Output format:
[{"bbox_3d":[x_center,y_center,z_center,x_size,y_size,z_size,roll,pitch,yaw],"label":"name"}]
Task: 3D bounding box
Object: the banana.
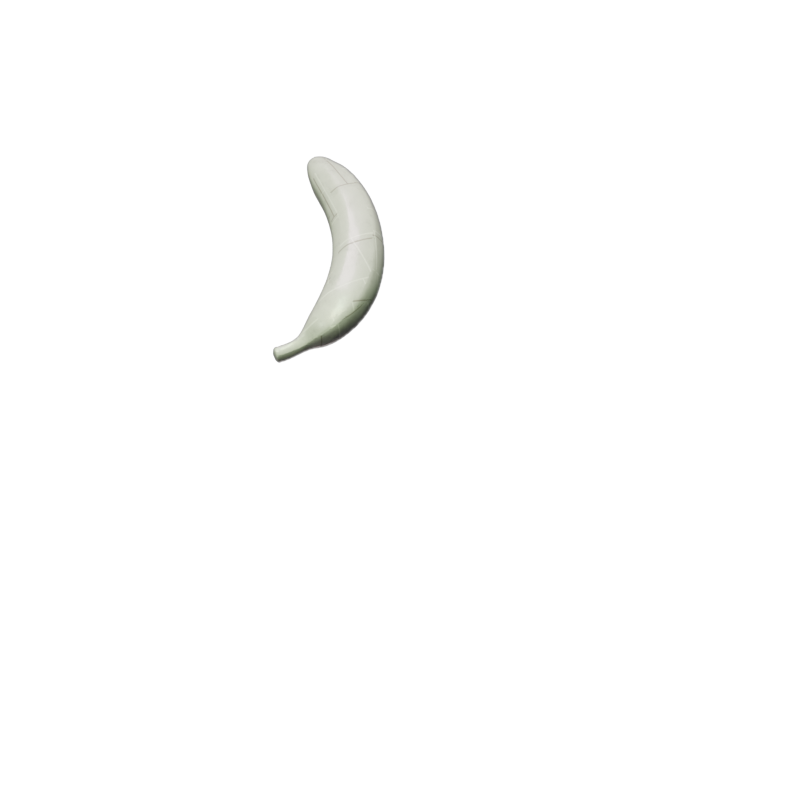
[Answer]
[{"bbox_3d":[-0.045,-0.111,0.806,0.070,0.211,0.034,4,-40,2],"label":"banana"}]
